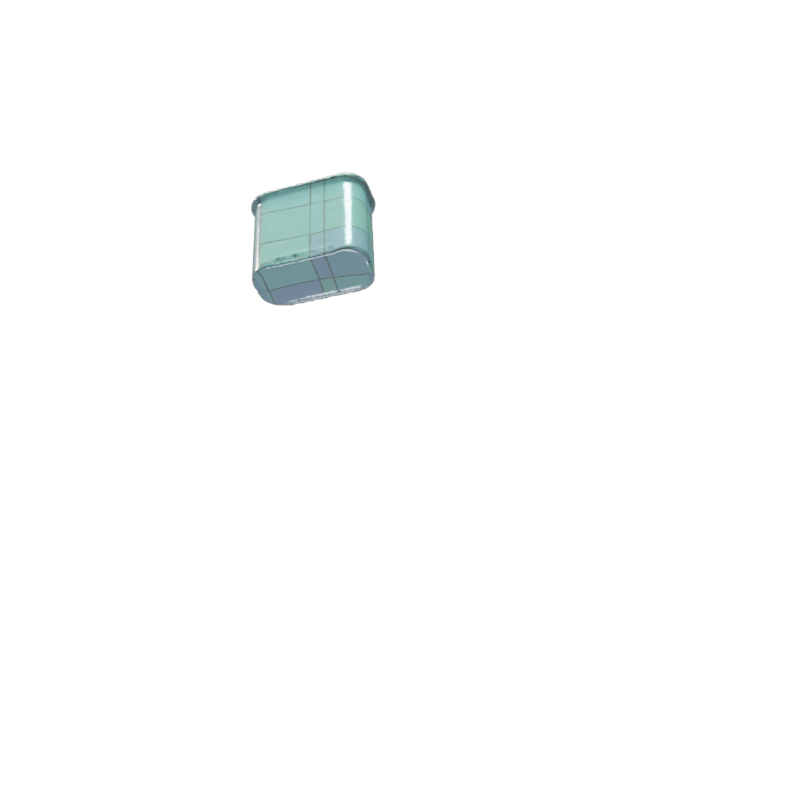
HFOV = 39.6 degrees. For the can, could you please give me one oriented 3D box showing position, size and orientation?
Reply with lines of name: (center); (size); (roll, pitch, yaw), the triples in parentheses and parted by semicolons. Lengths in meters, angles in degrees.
can: (-0.071, -0.129, 0.903); (0.103, 0.090, 0.053); (-12, -40, 13)
